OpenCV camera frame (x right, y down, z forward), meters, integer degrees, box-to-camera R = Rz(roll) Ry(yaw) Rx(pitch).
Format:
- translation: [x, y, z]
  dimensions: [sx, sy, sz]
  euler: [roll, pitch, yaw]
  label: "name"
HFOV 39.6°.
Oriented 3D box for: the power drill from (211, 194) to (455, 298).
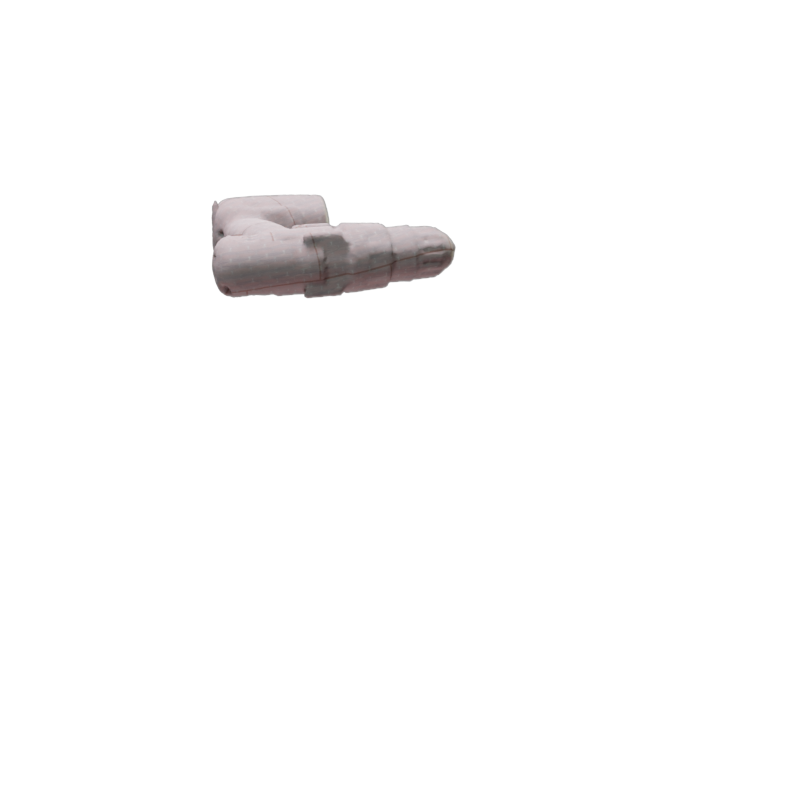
- translation: [-0.070, -0.127, 0.889]
  dimensions: [0.181, 0.056, 0.197]
  euler: [-5, 17, -16]
  label: "power drill"
